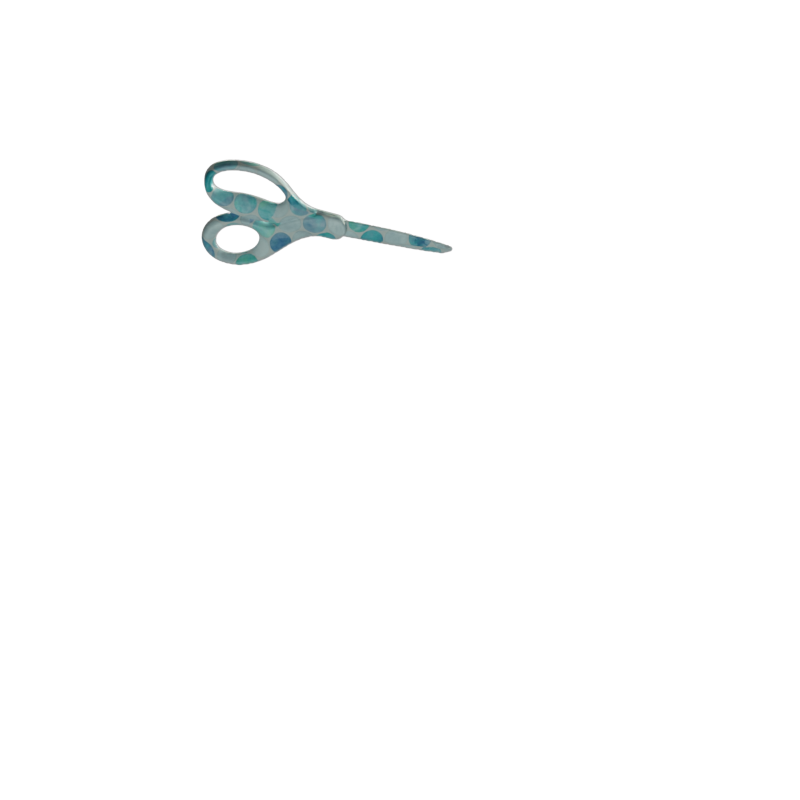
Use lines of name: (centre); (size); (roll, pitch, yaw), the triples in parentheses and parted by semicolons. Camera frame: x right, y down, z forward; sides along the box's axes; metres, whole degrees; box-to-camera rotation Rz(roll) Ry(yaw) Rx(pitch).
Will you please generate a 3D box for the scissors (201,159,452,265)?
scissors: (-0.069, -0.125, 0.877); (0.195, 0.093, 0.017); (24, 29, -14)
